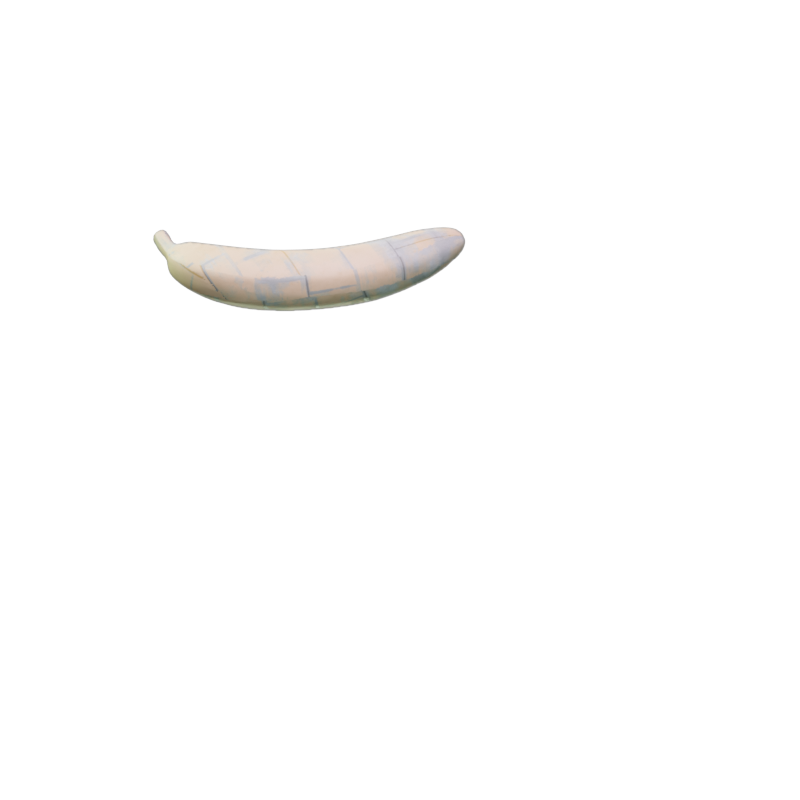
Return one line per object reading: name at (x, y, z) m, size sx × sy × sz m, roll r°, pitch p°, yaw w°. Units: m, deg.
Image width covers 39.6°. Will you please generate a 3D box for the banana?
banana at (-0.058, -0.084, 0.678) m, size 0.198 × 0.074 × 0.034 m, roll 1°, pitch -40°, yaw 1°
